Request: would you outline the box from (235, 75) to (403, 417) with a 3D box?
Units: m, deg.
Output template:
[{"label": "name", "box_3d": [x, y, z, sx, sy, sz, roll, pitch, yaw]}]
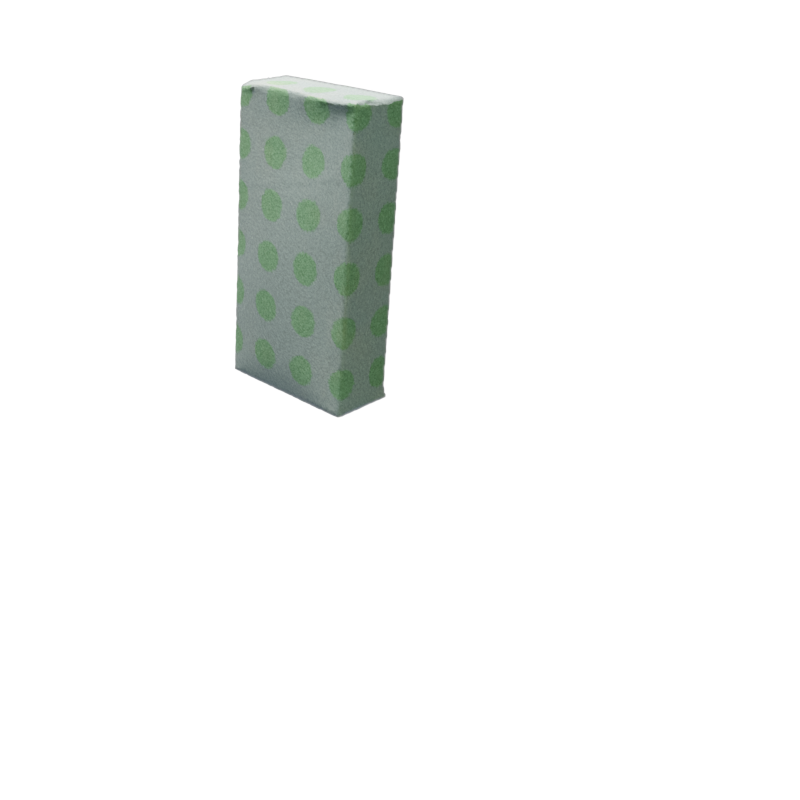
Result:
[{"label": "box", "box_3d": [-0.049, -0.089, 0.627, 0.099, 0.169, 0.047, 19, 26, 40]}]
